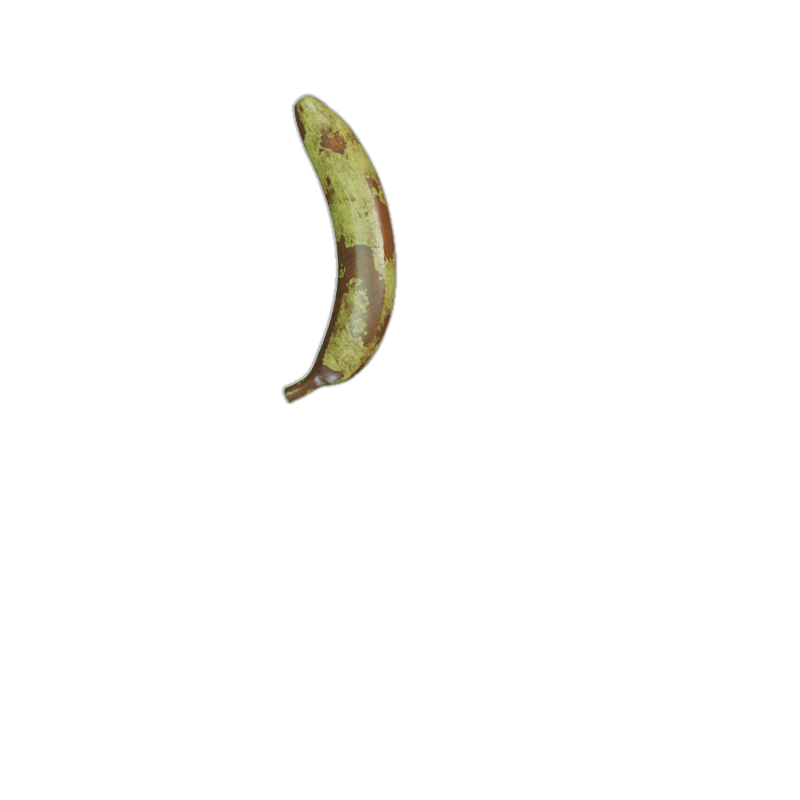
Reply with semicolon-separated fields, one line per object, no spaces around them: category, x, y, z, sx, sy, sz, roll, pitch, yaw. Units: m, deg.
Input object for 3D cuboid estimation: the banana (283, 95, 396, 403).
banana;-0.037;-0.096;0.702;0.069;0.200;0.036;2;-5;-1
